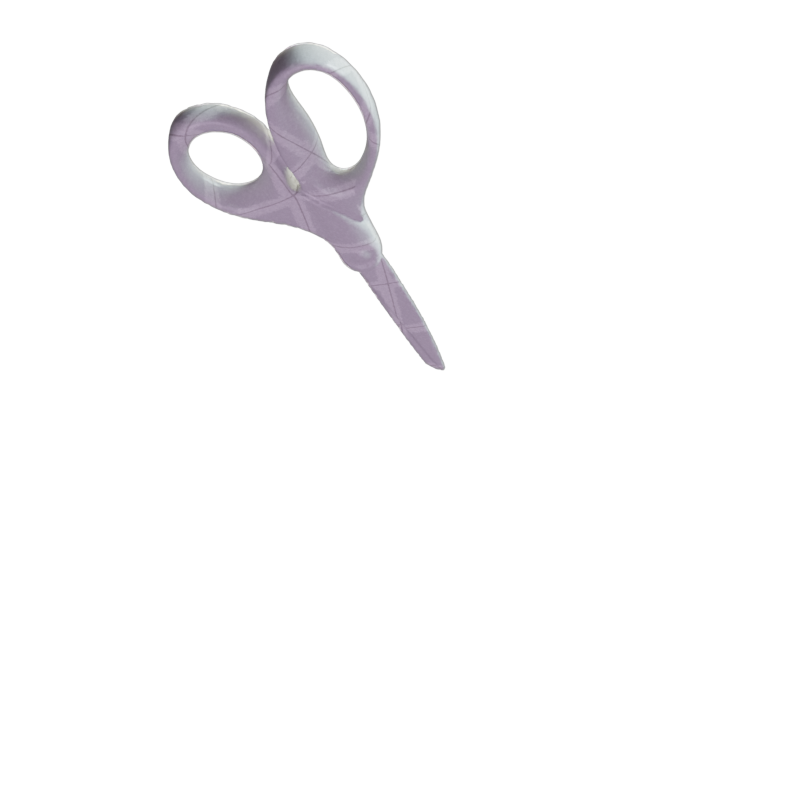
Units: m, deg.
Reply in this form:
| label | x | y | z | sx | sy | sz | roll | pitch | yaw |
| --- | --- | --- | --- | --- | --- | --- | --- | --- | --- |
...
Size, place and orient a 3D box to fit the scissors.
| label | x | y | z | sx | sy | sz | roll | pitch | yaw |
| --- | --- | --- | --- | --- | --- | --- | --- | --- | --- |
| scissors | -0.038 | -0.070 | 0.491 | 0.097 | 0.017 | 0.186 | -6 | -41 | 6 |
